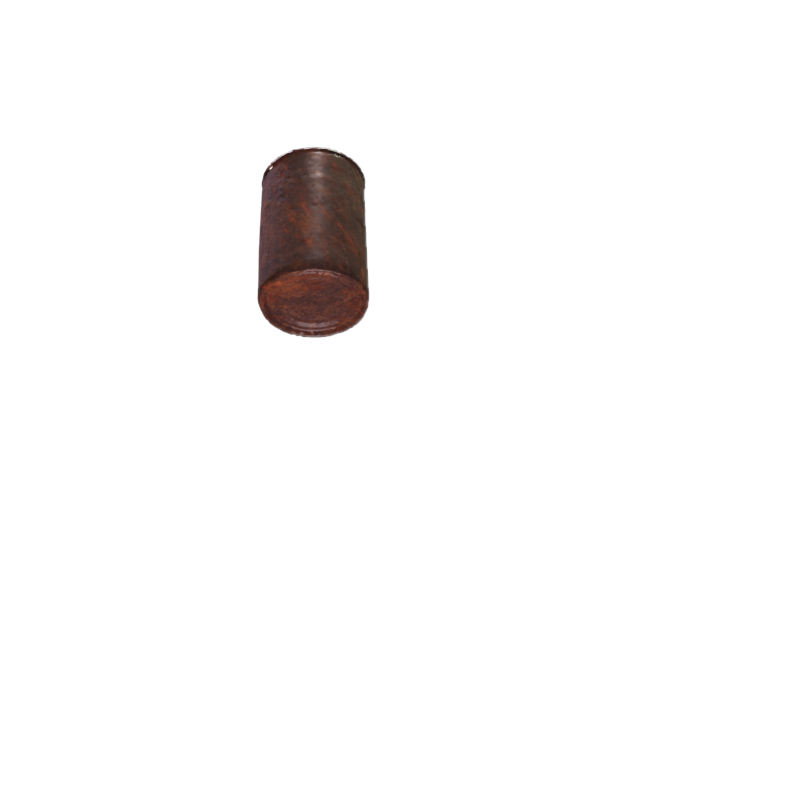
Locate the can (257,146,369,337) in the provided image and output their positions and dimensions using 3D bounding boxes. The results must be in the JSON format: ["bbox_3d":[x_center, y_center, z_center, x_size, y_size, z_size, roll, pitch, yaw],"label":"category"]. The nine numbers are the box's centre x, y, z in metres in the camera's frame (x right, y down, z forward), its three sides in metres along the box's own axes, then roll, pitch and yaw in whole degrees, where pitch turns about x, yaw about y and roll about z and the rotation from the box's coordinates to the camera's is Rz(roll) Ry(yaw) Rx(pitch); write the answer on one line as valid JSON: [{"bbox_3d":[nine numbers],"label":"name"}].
[{"bbox_3d":[-0.054,-0.099,0.690,0.068,0.110,0.064,-1,-39,-3],"label":"can"}]
